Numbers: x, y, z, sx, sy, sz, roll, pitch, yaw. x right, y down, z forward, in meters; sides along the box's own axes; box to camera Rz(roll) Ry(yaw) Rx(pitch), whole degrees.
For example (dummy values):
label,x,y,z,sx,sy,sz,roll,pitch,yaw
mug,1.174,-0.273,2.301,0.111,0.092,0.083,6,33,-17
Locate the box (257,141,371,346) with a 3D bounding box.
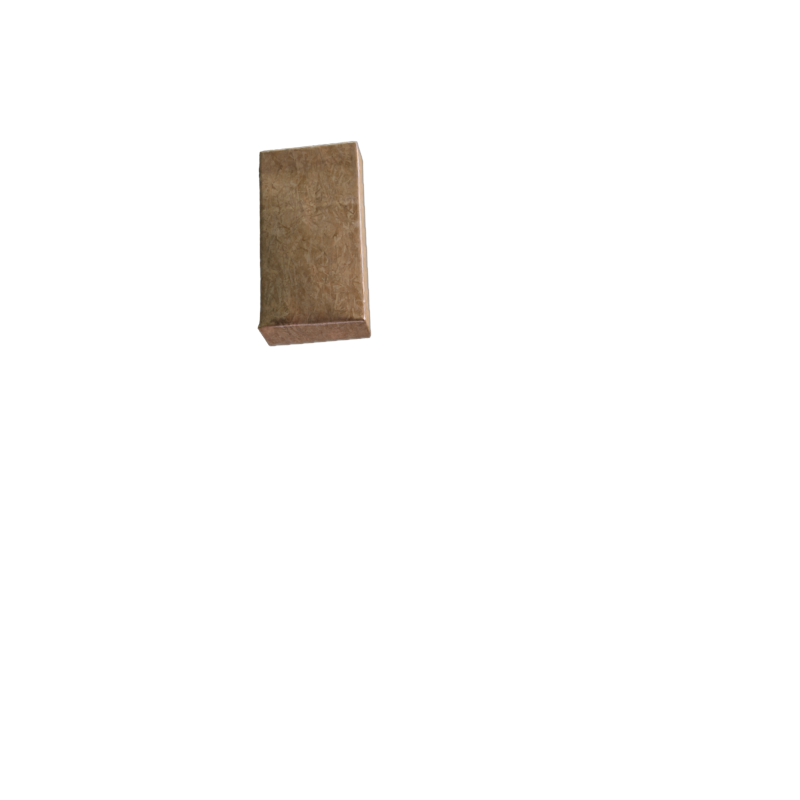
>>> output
label,x,y,z,sx,sy,sz,roll,pitch,yaw
box,-0.076,-0.139,0.973,0.094,0.187,0.045,-5,-27,7
